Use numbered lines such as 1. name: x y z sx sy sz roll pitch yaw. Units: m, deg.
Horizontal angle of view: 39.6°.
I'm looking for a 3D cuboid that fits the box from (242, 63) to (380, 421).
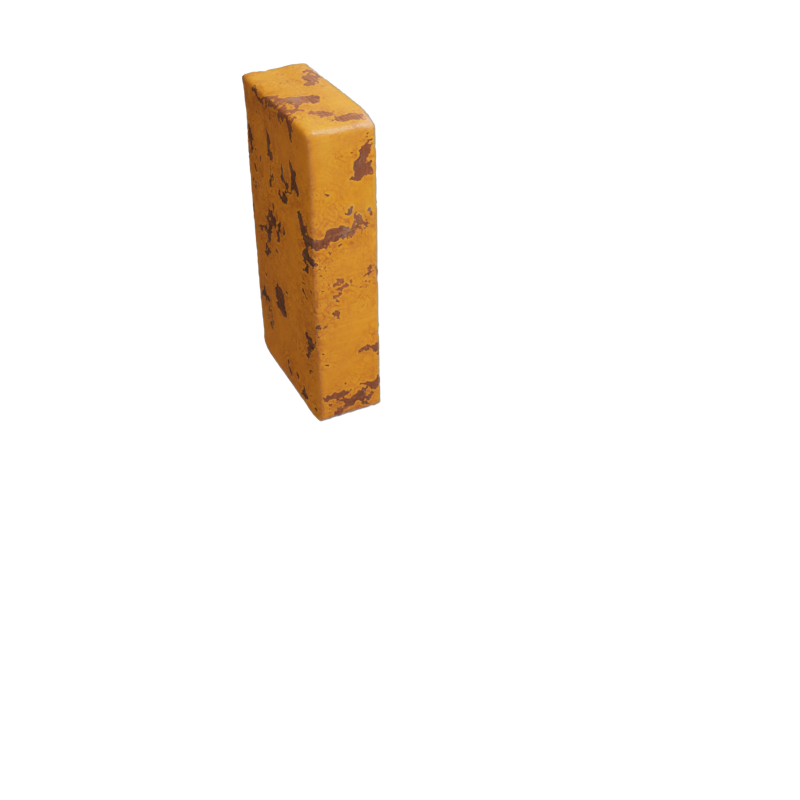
1. box: -0.048 -0.088 0.615 0.047 0.166 0.101 -12 35 -22
